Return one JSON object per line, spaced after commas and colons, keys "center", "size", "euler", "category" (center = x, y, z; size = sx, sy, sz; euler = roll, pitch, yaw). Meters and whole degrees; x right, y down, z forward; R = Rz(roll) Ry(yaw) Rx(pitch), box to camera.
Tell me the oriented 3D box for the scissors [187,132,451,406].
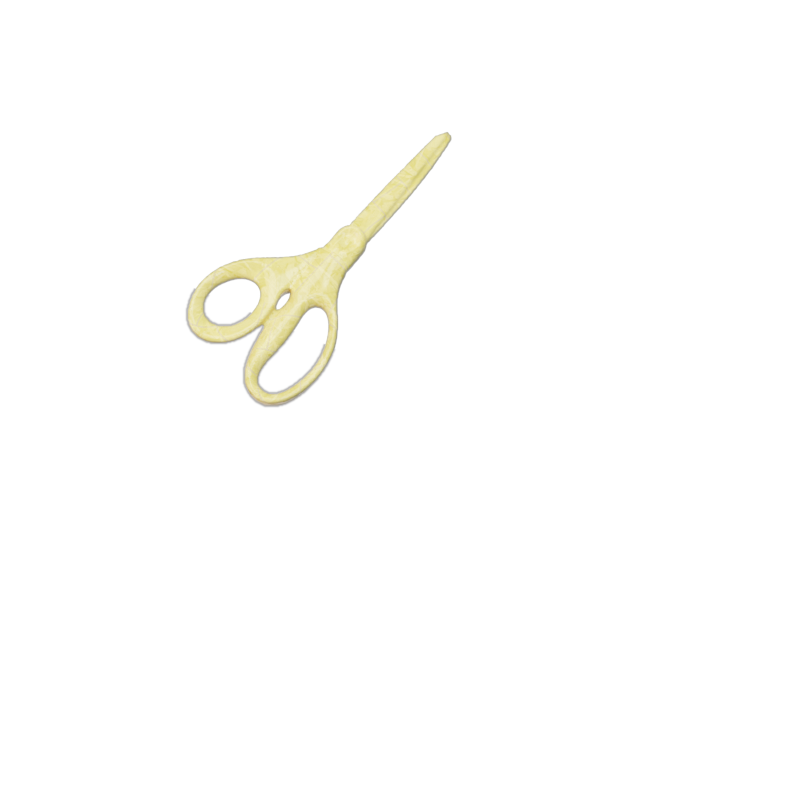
{"center": [-0.051, -0.093, 0.648], "size": [0.098, 0.209, 0.015], "euler": [21, -22, 9], "category": "scissors"}
